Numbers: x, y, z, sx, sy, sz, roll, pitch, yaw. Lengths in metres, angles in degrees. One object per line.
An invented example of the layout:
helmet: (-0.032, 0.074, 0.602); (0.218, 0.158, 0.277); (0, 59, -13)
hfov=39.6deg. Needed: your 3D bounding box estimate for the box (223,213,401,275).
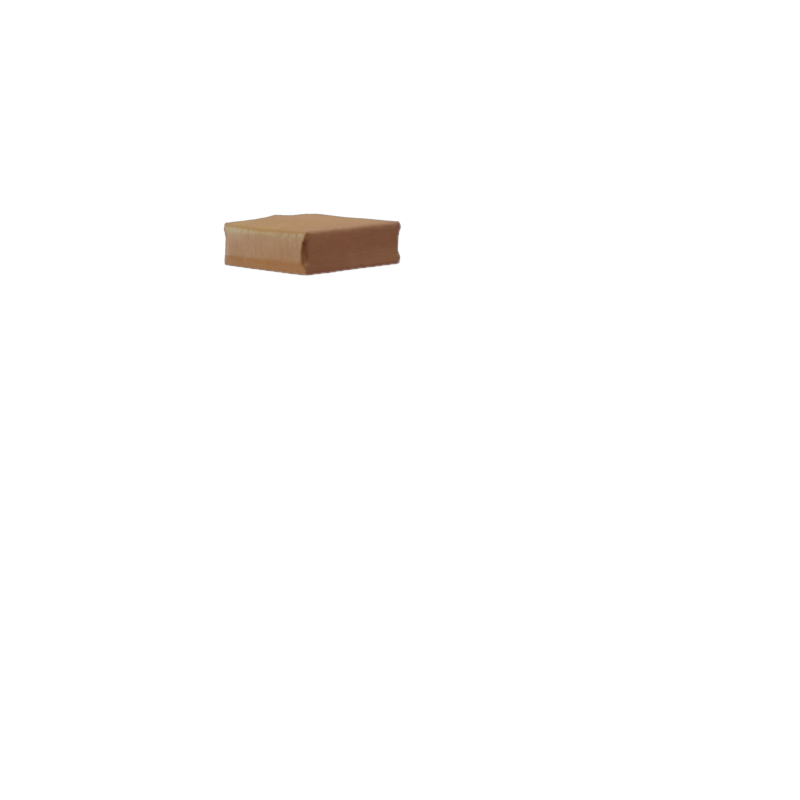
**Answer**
box: (-0.055, -0.100, 0.698); (0.077, 0.029, 0.087); (12, 18, 40)
